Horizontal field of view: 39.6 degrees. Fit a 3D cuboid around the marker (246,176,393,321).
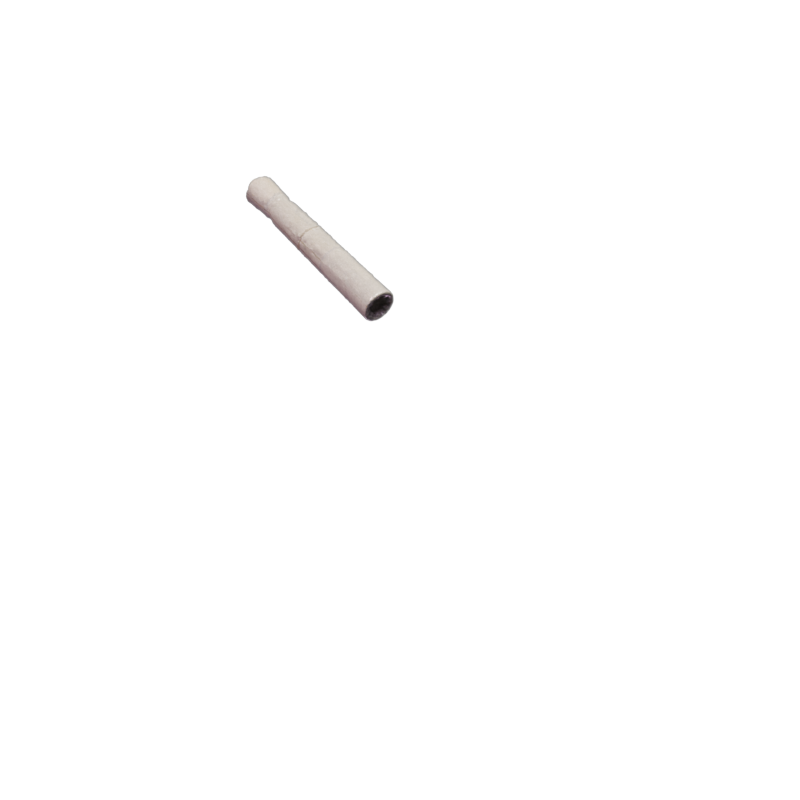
[{"bbox_3d":[-0.047,-0.085,0.598,0.019,0.019,0.130,-3,38,-42],"label":"marker"}]
